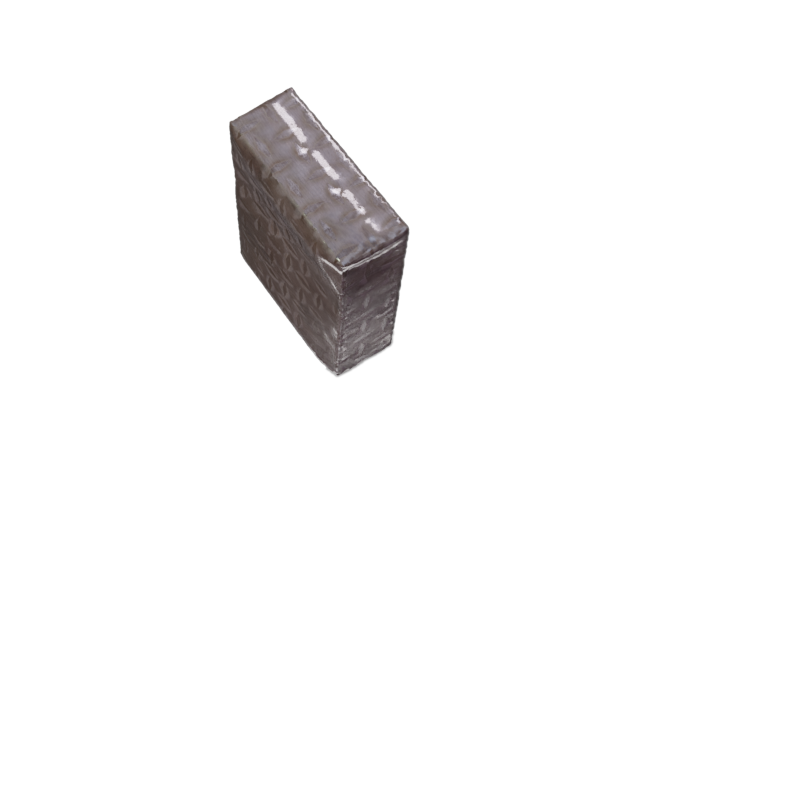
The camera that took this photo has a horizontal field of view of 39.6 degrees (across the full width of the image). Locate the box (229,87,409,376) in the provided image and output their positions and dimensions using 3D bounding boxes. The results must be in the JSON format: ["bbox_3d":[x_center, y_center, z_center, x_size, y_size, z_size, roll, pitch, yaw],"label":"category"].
[{"bbox_3d":[-0.074,-0.135,0.947,0.072,0.173,0.202,-31,-20,-16],"label":"box"}]
